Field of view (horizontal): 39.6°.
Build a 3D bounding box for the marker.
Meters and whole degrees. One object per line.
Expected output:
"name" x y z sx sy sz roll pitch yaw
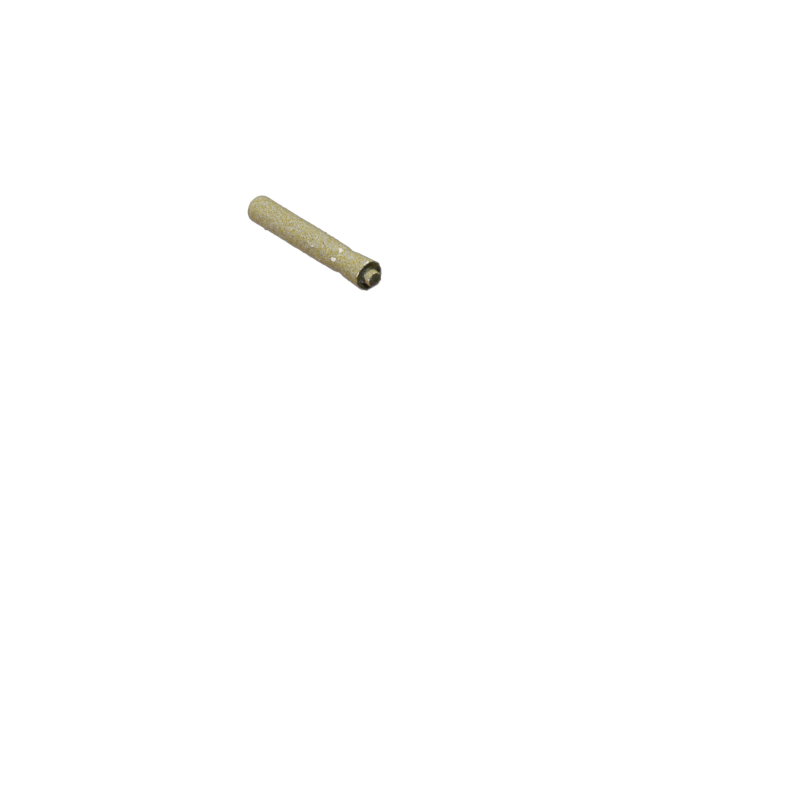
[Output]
"marker" -0.053 -0.097 0.679 0.019 0.019 0.130 -3 28 -40
